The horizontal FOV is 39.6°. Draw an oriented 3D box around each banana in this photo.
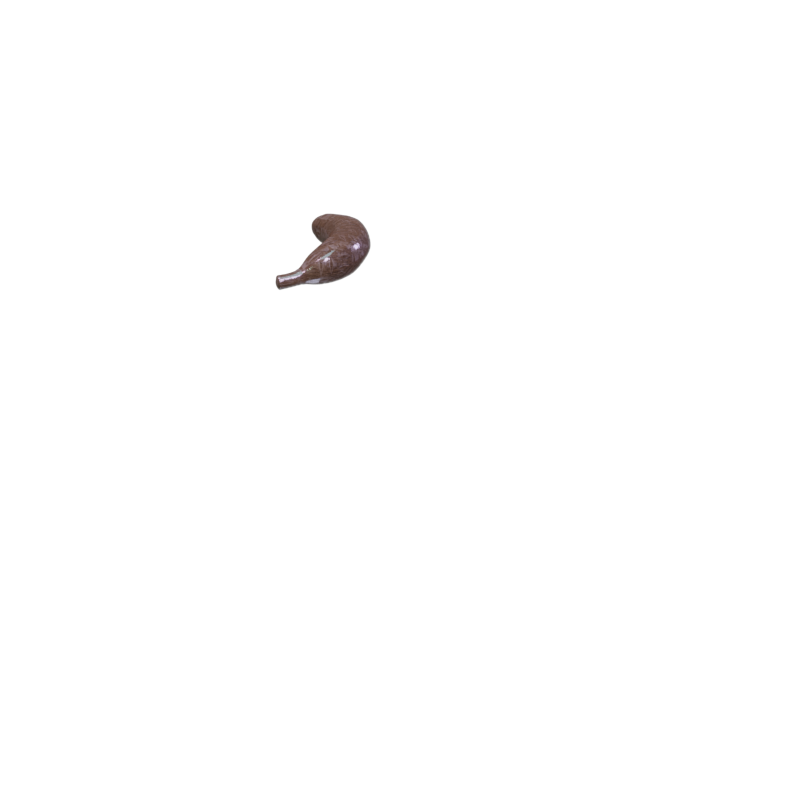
[{"bbox_3d":[-0.060,-0.140,0.992,0.070,0.035,0.204,2,21,5],"label":"banana"}]
